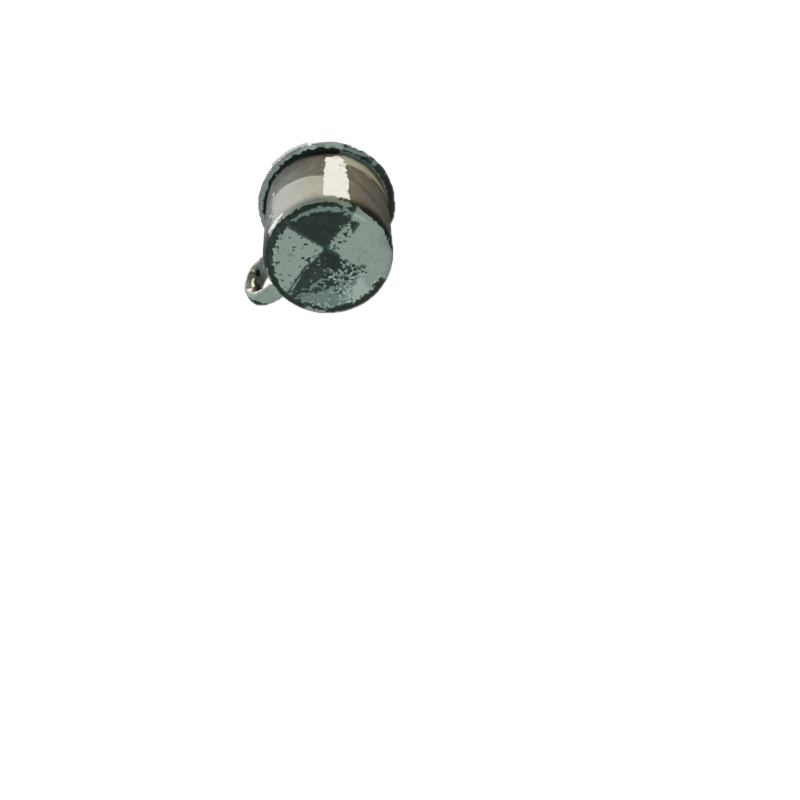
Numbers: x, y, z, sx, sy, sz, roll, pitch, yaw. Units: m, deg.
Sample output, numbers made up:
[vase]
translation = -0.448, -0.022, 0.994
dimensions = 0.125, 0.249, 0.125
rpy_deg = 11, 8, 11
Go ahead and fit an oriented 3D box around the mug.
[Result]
[mug]
translation = -0.056, -0.103, 0.721
dimensions = 0.116, 0.088, 0.087
rpy_deg = -35, 26, 17
